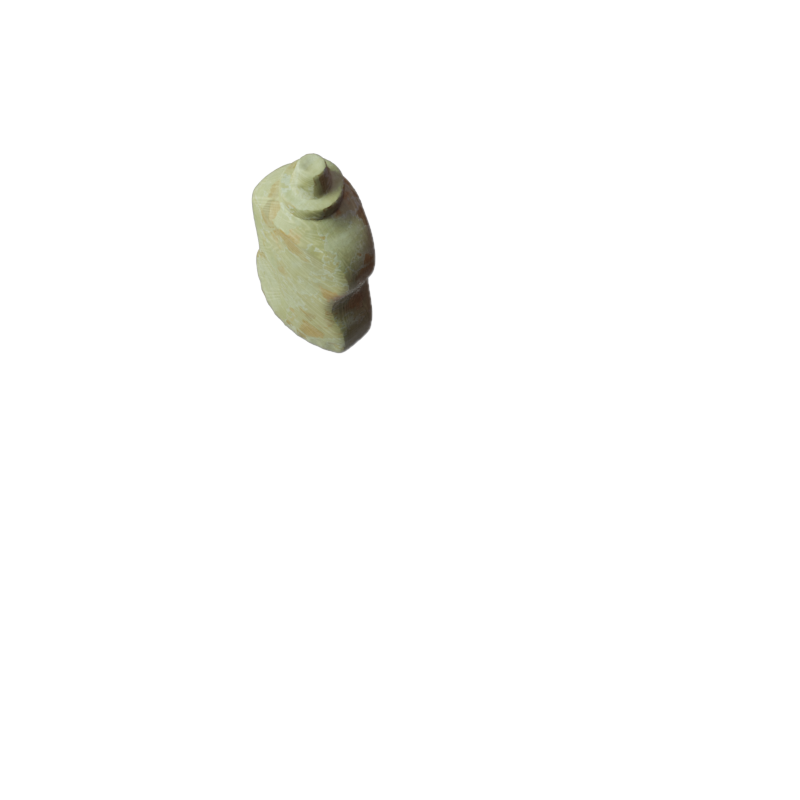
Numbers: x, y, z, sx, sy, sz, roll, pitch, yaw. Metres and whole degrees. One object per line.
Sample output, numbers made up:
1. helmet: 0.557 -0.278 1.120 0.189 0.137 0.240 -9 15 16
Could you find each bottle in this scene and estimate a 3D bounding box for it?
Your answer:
1. bottle: -0.059 -0.107 0.752 0.059 0.101 0.181 -39 -17 -18
